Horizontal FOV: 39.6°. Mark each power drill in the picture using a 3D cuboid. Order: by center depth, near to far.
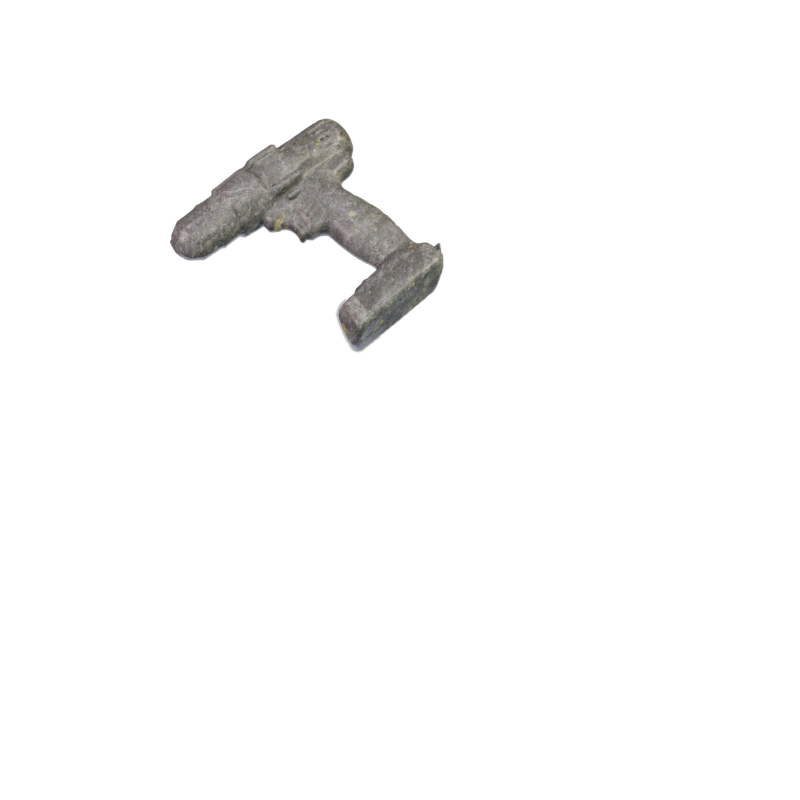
[{"bbox_3d":[-0.072,-0.132,0.922,0.186,0.197,0.054,-39,-20,-17],"label":"power drill"}]
